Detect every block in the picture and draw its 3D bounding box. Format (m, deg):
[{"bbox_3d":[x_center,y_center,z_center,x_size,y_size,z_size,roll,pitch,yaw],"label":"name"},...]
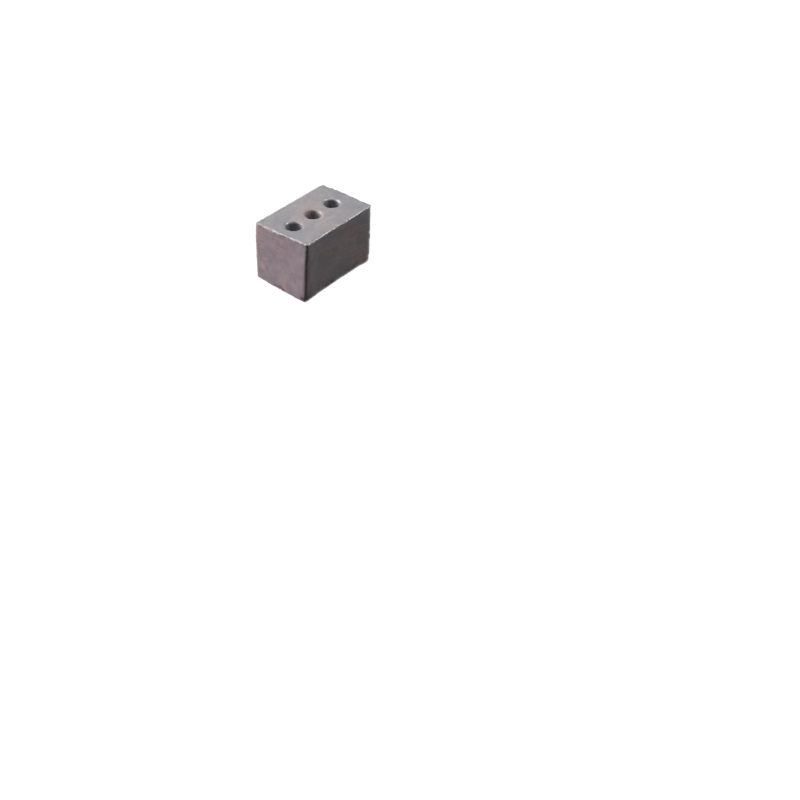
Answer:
[{"bbox_3d":[-0.067,-0.122,0.852,0.056,0.048,0.079,26,44,29],"label":"block"}]
